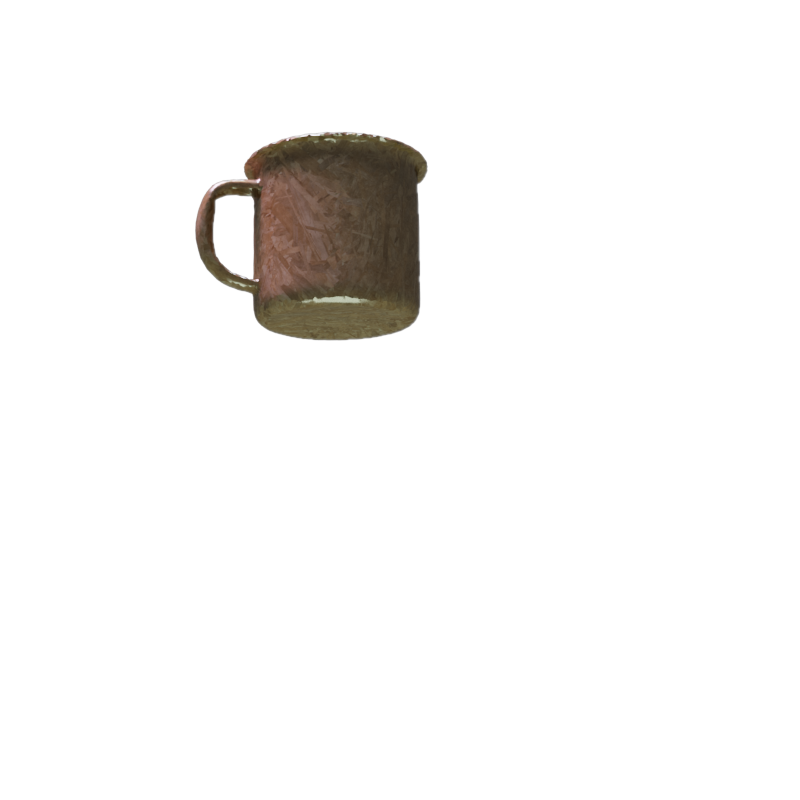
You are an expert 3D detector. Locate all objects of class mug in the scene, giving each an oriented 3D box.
[{"bbox_3d":[-0.043,-0.078,0.546,0.114,0.085,0.092,4,-15,-20],"label":"mug"}]
